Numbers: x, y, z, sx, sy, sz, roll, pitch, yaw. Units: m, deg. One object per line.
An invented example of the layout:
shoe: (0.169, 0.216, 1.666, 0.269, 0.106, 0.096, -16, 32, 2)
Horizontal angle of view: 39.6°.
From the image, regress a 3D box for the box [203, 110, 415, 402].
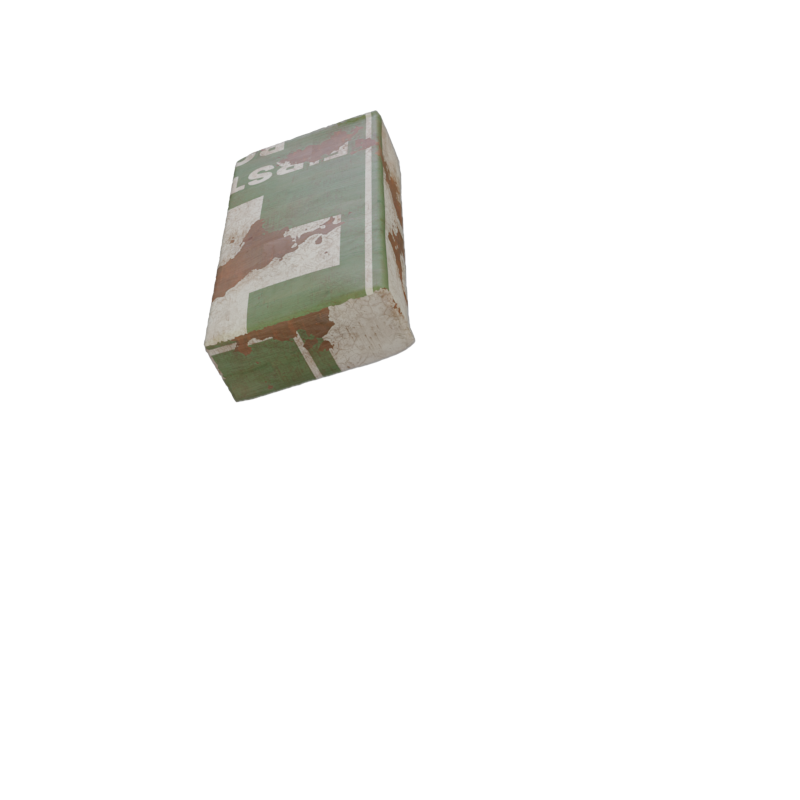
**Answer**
box: (-0.046, -0.083, 0.580, 0.094, 0.044, 0.189, -18, 39, 11)
